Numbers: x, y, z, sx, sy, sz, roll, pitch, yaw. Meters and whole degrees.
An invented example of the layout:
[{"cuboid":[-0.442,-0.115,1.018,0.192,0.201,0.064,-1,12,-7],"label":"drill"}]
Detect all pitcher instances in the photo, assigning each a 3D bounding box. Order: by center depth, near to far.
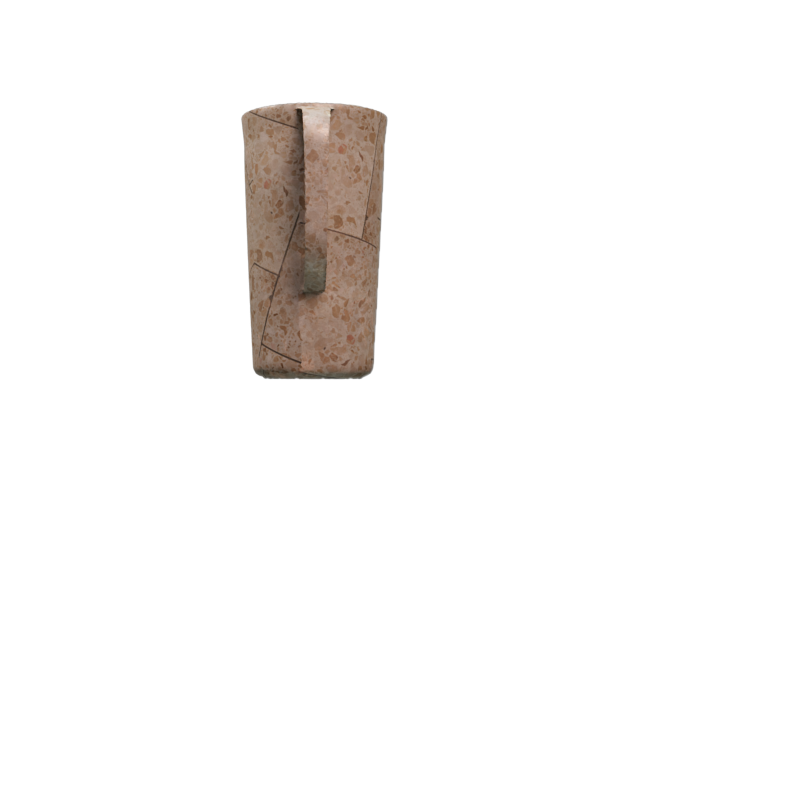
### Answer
[{"cuboid":[-0.077,-0.141,0.988,0.150,0.247,0.142,-4,-6,40],"label":"pitcher"}]
